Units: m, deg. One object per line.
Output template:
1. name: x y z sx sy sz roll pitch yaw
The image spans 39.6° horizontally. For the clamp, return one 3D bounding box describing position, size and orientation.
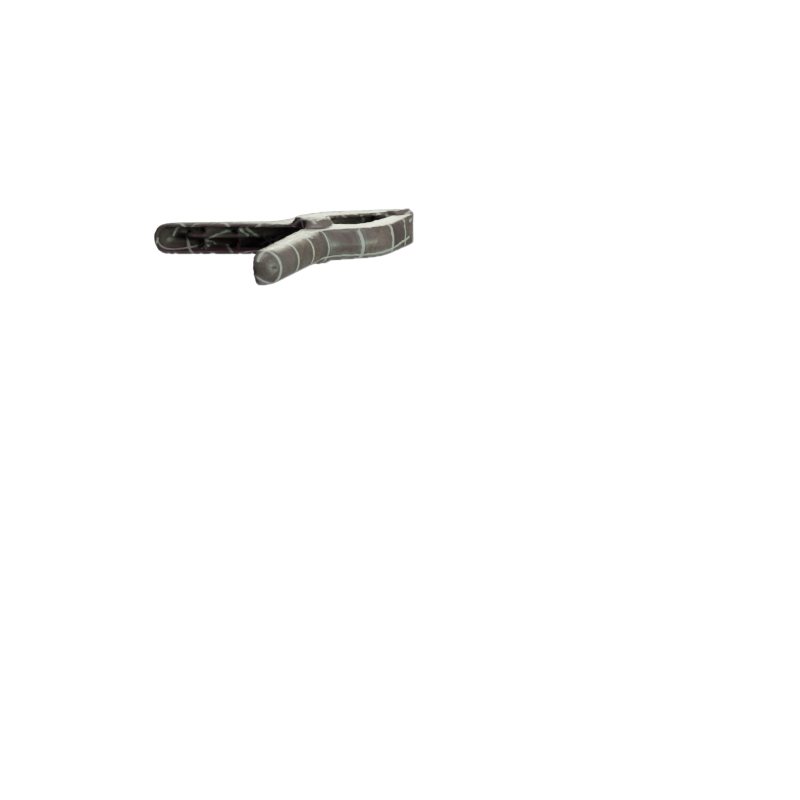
1. clamp: -0.068 -0.124 0.871 0.205 0.035 0.174 -10 21 -28
